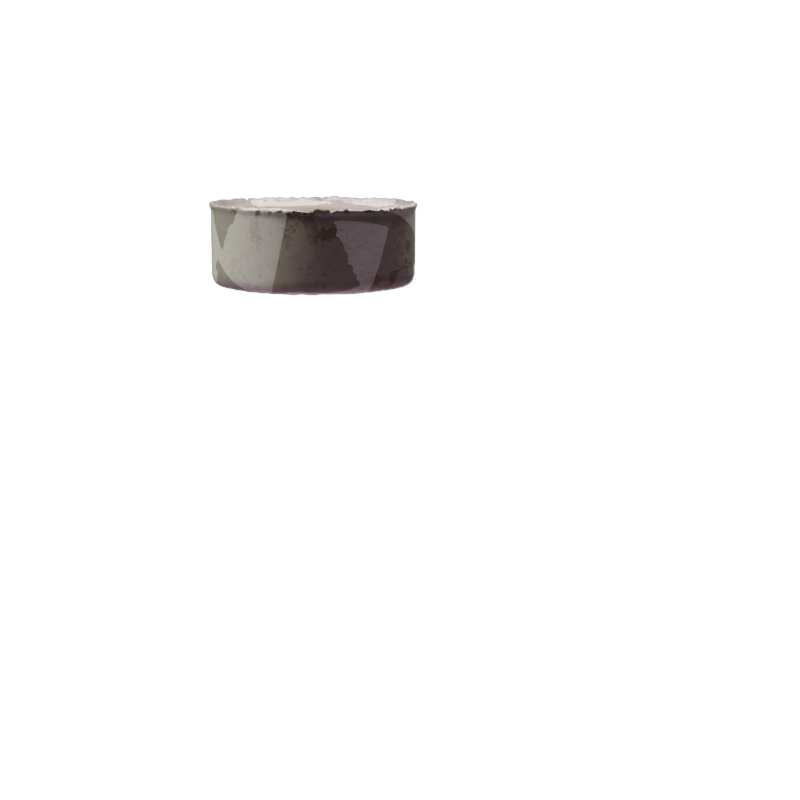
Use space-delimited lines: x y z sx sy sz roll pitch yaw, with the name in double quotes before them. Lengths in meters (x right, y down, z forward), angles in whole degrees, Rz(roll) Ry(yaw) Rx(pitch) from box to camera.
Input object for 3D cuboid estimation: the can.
"can" -0.036 -0.066 0.460 0.086 0.033 0.088 0 13 -2
